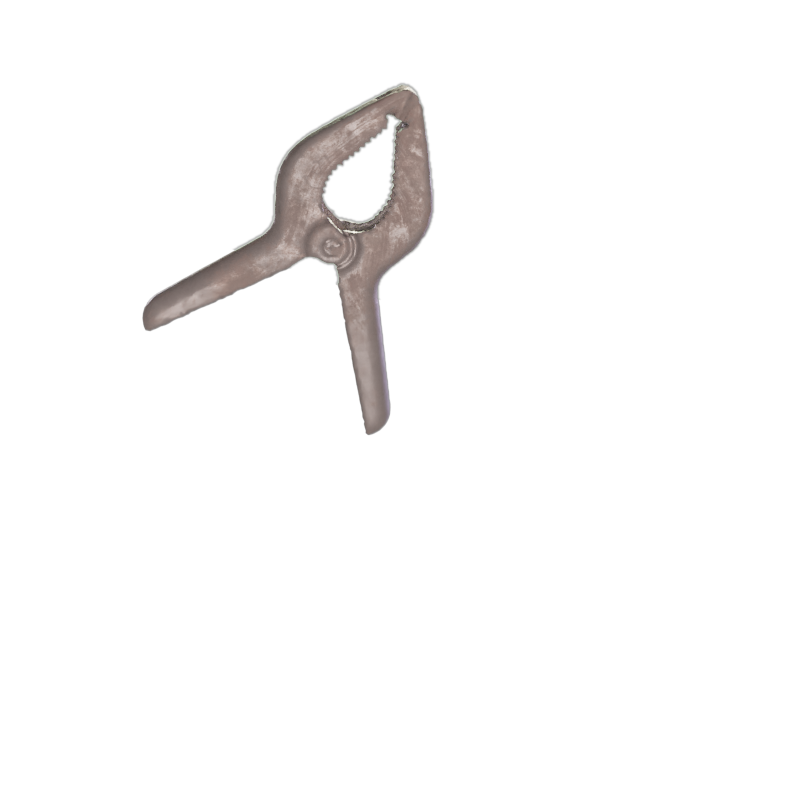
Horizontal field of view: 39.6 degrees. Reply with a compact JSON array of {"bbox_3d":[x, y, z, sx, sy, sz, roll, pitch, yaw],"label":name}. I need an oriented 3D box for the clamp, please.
[{"bbox_3d":[-0.052,-0.094,0.660,0.162,0.204,0.038,20,16,-6],"label":"clamp"}]
